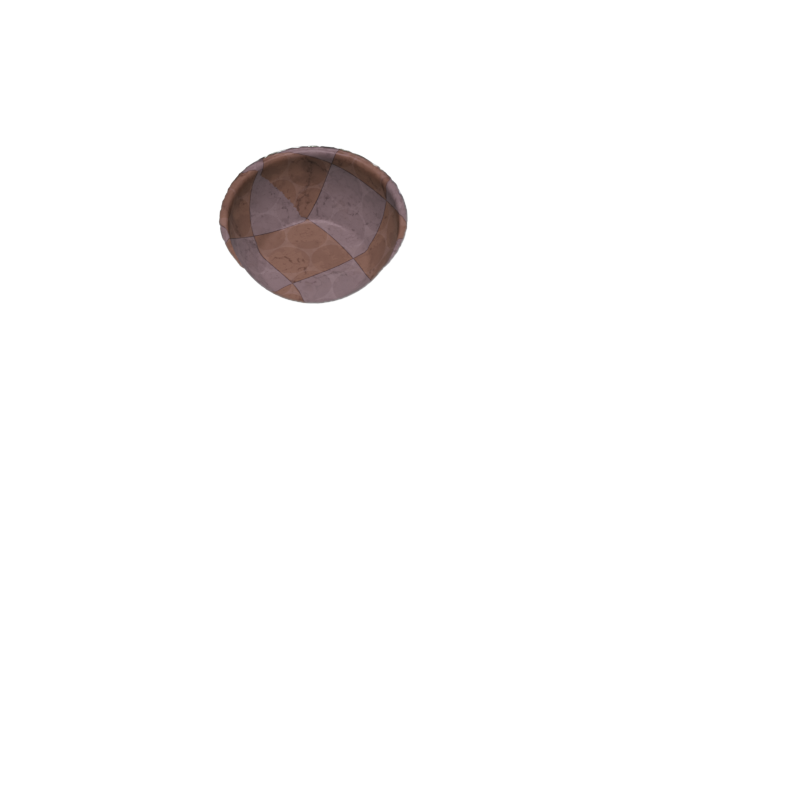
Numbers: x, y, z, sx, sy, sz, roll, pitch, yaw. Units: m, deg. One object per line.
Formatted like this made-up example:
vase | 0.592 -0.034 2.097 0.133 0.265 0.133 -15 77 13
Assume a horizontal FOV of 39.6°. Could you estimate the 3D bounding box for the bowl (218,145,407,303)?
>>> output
bowl | -0.073 -0.133 0.933 0.162 0.151 0.059 1 44 -1
